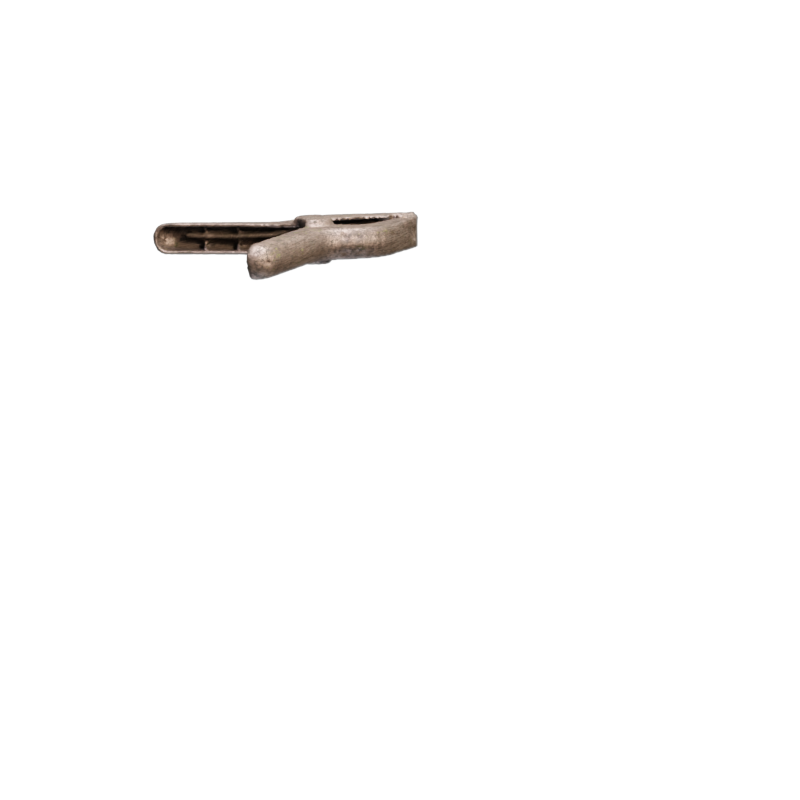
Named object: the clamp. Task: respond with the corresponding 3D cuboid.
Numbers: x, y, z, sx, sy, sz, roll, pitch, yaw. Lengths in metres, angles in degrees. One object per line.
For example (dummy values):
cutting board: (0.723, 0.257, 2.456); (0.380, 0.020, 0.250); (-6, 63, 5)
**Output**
clamp: (-0.067, -0.122, 0.858); (0.205, 0.035, 0.174); (-8, 18, -26)
